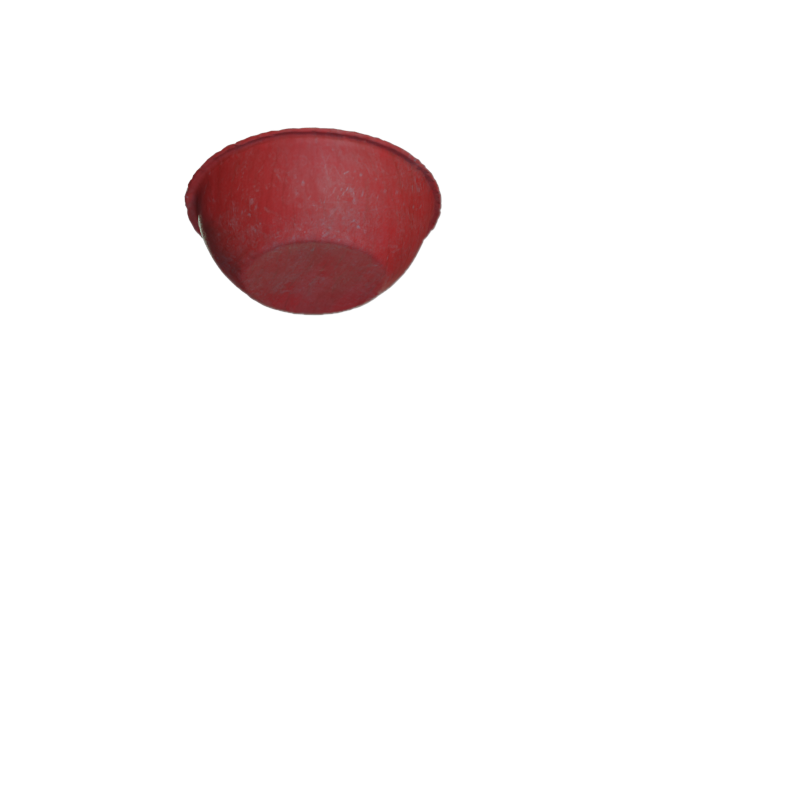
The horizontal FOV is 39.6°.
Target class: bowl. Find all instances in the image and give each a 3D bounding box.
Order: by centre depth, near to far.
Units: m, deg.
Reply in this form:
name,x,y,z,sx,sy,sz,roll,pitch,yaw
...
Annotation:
name,x,y,z,sx,sy,sz,roll,pitch,yaw
bowl,-0.054,-0.098,0.685,0.162,0.059,0.152,1,-27,-2
